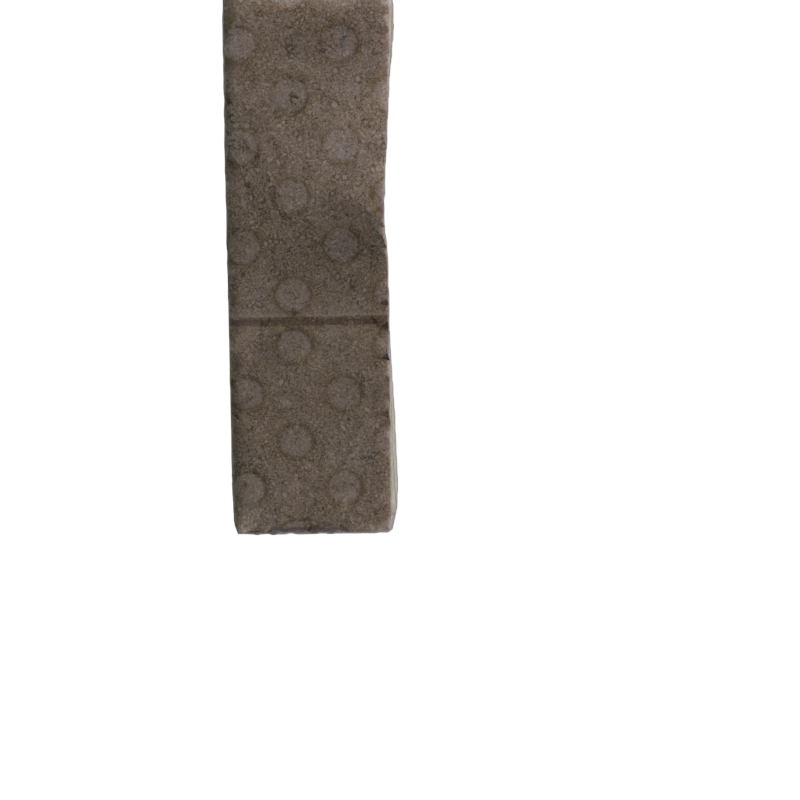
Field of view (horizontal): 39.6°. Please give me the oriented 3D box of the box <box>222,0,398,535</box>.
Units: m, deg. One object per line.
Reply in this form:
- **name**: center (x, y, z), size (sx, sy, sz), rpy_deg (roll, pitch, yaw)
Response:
- **box**: center (-0.039, -0.071, 0.498), size (0.072, 0.210, 0.168), rpy_deg (0, 10, -4)
